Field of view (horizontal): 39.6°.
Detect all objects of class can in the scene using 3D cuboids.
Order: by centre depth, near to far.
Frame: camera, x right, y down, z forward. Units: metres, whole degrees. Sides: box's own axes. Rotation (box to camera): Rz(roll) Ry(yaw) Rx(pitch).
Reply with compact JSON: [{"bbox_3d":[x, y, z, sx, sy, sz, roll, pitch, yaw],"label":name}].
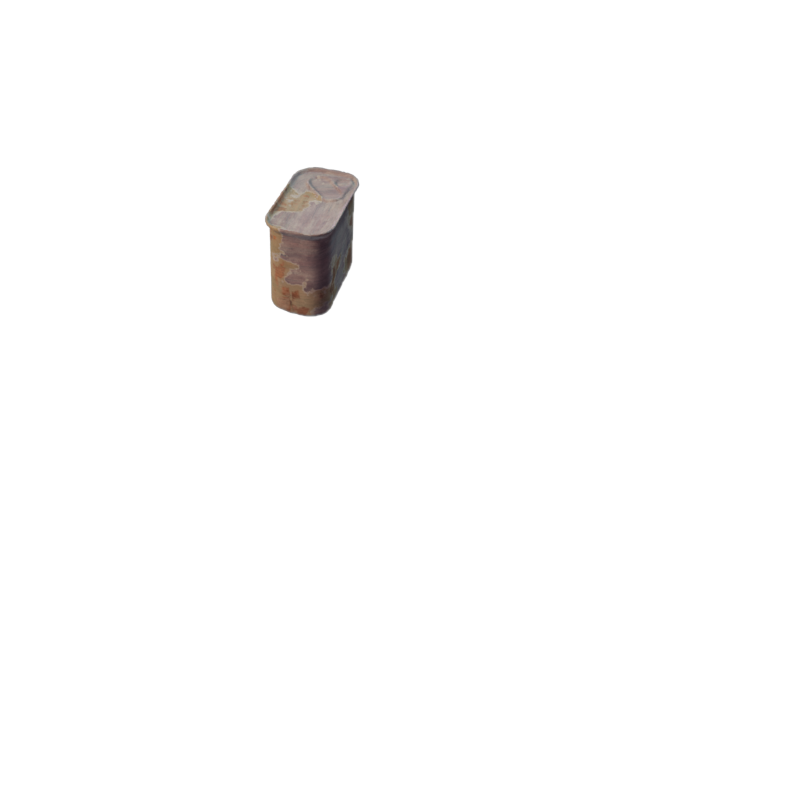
[{"bbox_3d":[-0.072,-0.131,0.919,0.059,0.078,0.107,10,39,11],"label":"can"}]
